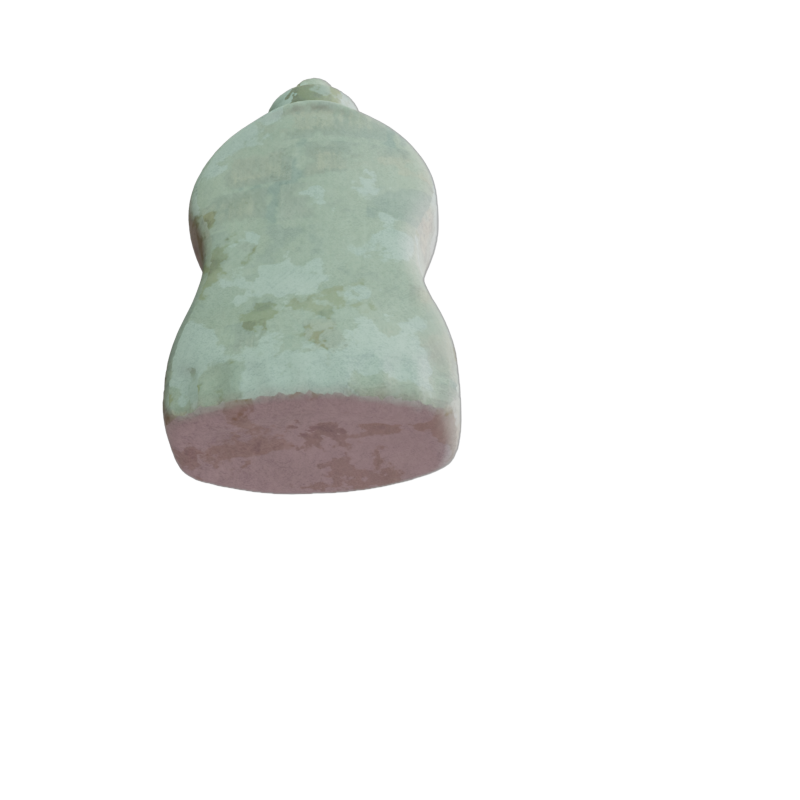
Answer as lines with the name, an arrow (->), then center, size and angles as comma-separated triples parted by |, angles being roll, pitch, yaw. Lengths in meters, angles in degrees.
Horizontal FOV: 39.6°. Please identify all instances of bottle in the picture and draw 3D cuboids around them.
bottle -> -0.033, -0.060, 0.420 | 0.096, 0.206, 0.054 | -5, -42, 2
